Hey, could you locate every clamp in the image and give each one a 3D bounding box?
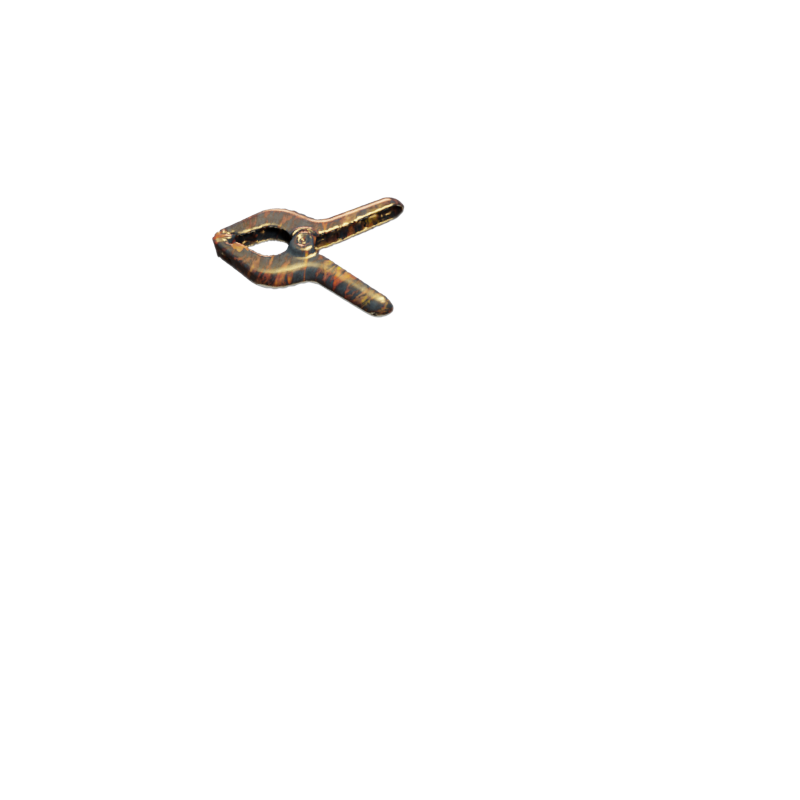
[{"bbox_3d":[-0.077,-0.141,0.987,0.174,0.126,0.037,13,-35,9],"label":"clamp"}]
